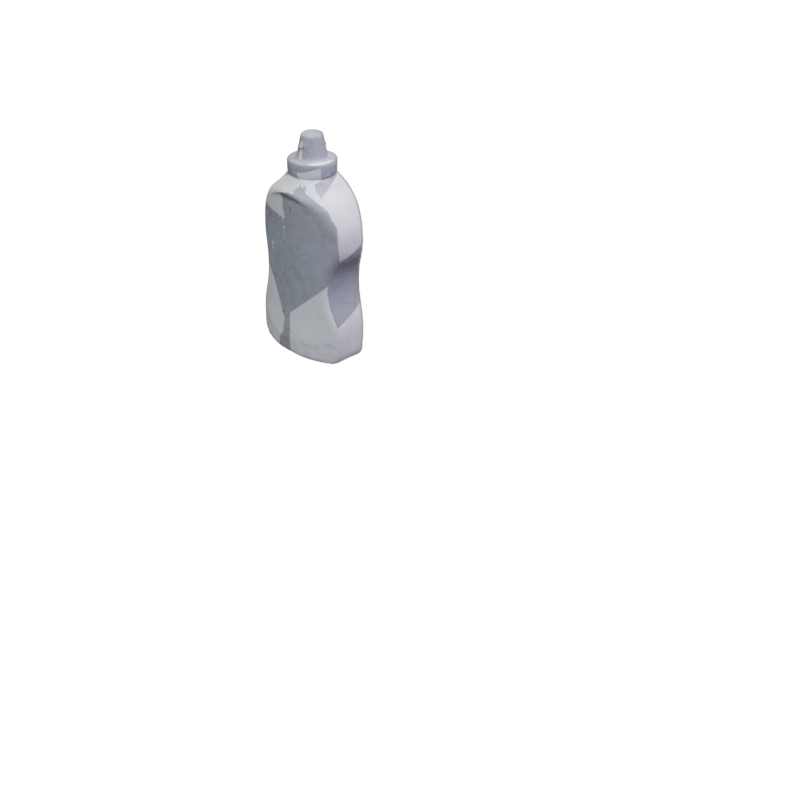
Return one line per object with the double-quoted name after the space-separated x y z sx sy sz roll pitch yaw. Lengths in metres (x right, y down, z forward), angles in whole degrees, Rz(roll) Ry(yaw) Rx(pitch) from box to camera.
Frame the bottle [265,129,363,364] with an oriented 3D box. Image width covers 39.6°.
-0.073 -0.132 0.924 0.058 0.182 0.103 -20 33 -37 "bottle"
